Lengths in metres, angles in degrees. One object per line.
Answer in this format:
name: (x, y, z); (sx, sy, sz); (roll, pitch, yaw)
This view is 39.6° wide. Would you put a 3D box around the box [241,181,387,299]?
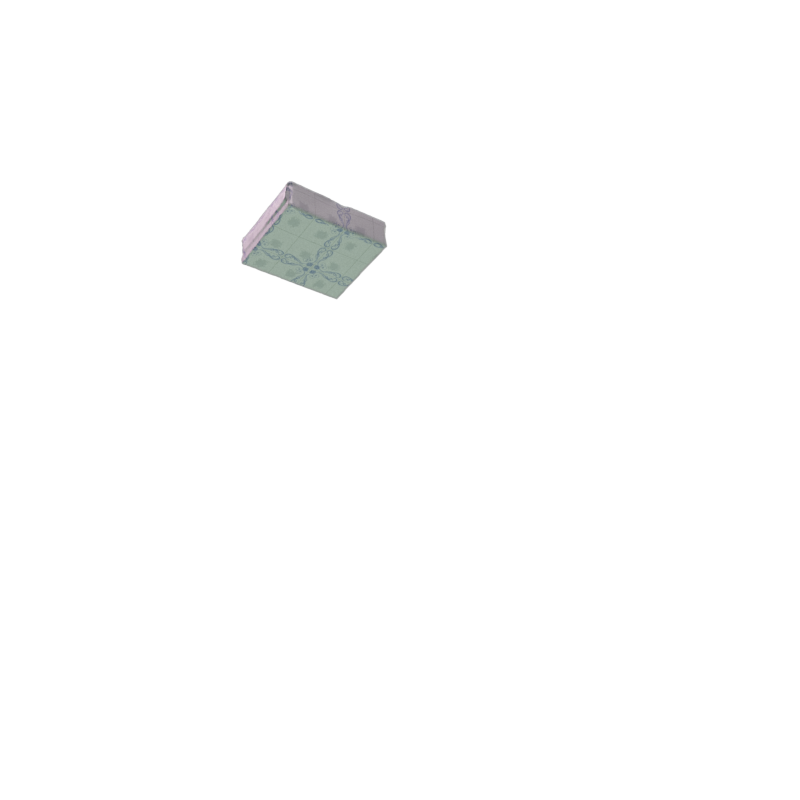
box: (-0.066, -0.121, 0.847); (0.085, 0.032, 0.071); (21, -44, -24)
